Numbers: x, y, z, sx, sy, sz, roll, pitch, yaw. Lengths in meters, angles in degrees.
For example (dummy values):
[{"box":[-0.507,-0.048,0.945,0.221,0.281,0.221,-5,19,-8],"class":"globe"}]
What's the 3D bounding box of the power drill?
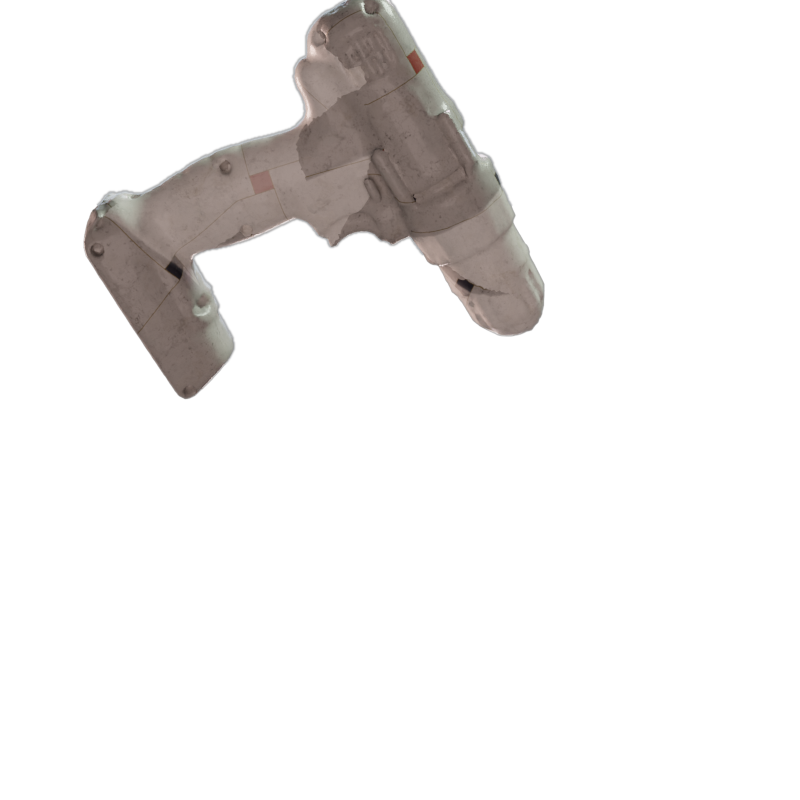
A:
[{"box":[-0.042,-0.077,0.540,0.187,0.178,0.060,-29,15,8],"class":"power drill"}]
